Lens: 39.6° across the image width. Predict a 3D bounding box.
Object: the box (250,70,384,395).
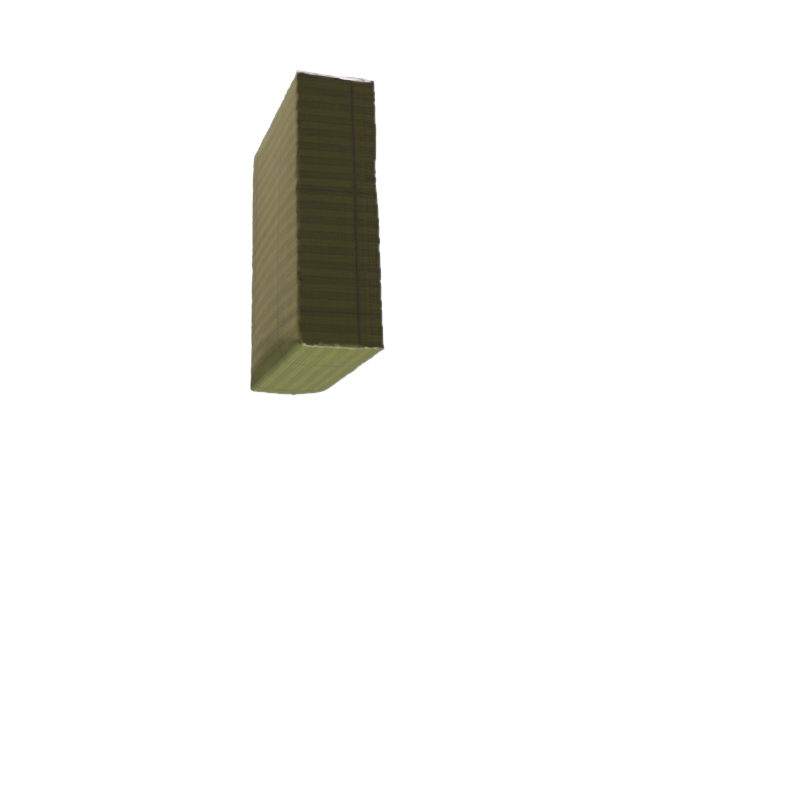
[{"bbox_3d":[-0.068,-0.125,0.872,0.070,0.223,0.161,5,-18,-18],"label":"box"}]
